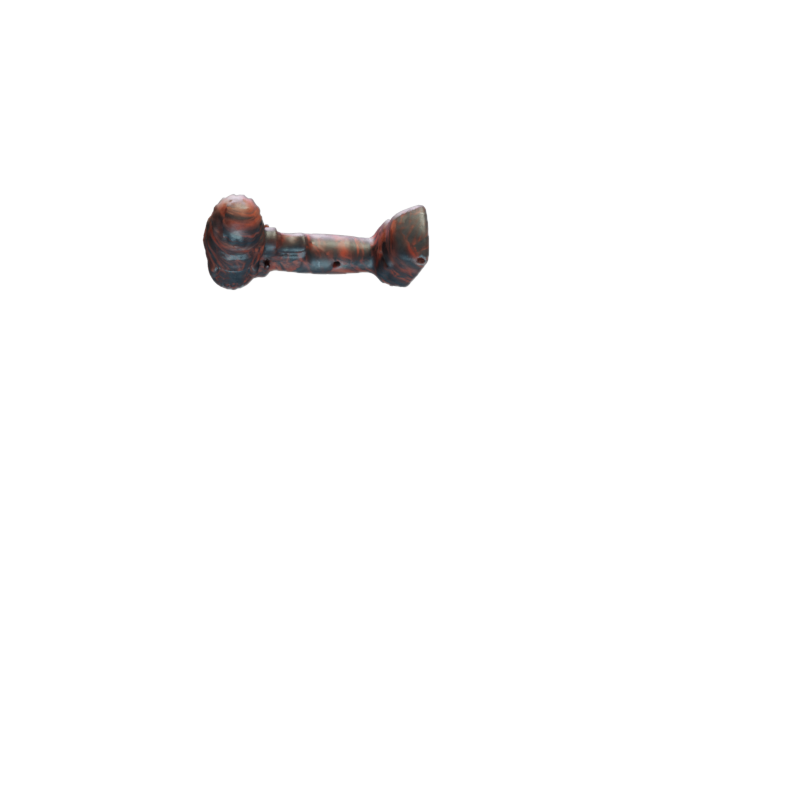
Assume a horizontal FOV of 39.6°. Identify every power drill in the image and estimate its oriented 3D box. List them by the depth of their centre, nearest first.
[{"bbox_3d":[-0.074,-0.135,0.946,0.186,0.059,0.182,1,-6,-8],"label":"power drill"}]
